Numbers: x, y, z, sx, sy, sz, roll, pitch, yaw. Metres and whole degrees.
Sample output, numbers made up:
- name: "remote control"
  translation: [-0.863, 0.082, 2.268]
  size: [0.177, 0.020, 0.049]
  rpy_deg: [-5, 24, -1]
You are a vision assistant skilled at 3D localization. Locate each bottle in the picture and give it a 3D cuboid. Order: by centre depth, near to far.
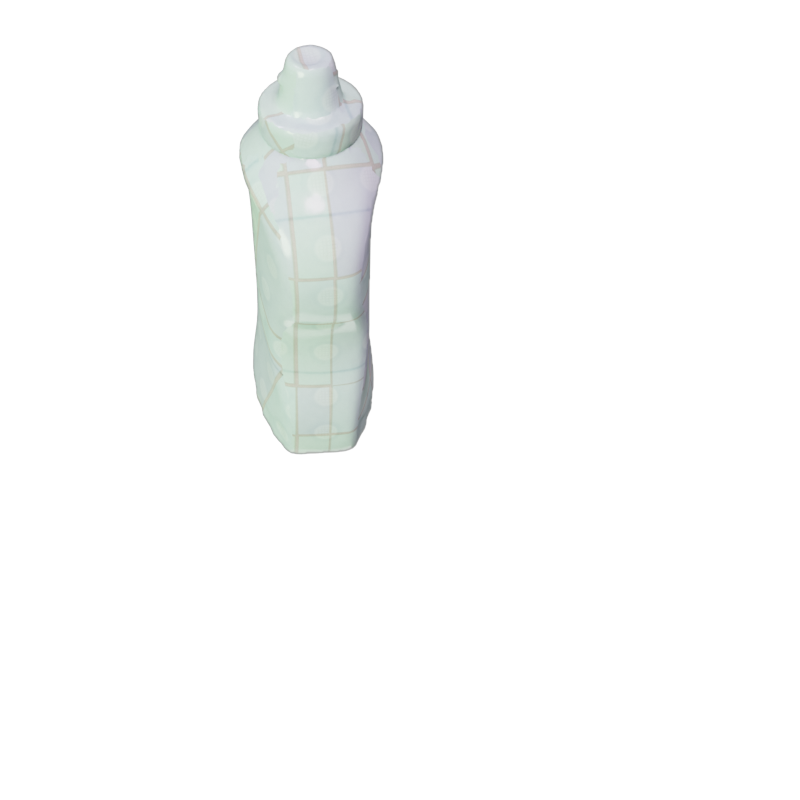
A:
- name: "bottle"
  translation: [-0.038, -0.068, 0.479]
  size: [0.058, 0.103, 0.179]
  rpy_deg: [-2, -42, -6]
